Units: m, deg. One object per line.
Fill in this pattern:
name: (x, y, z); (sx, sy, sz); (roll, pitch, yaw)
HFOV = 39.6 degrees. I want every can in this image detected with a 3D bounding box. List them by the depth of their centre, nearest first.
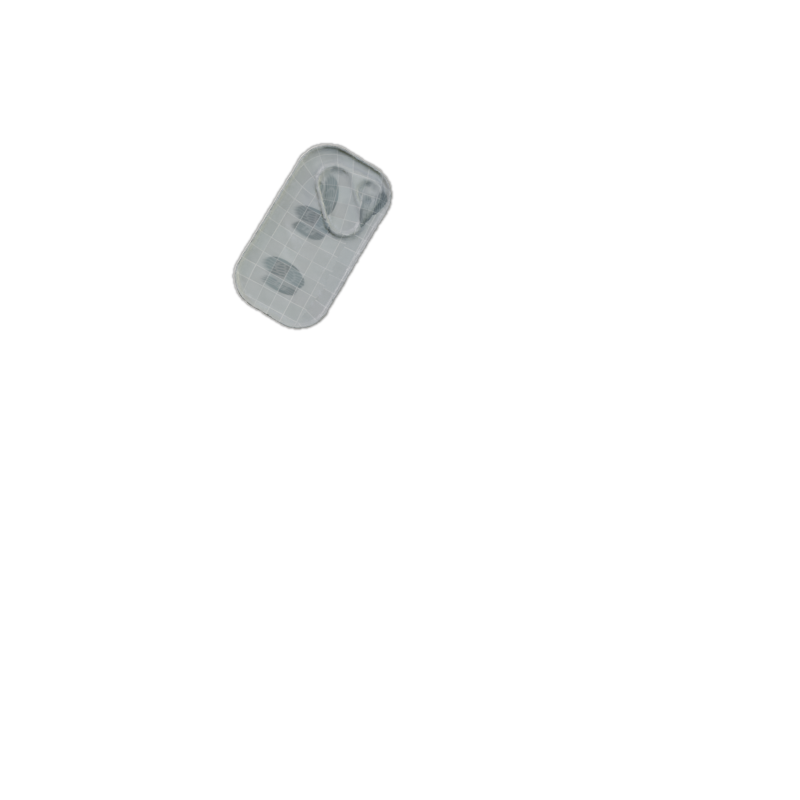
can: (-0.051, -0.093, 0.651); (0.057, 0.102, 0.084); (30, -2, -3)
